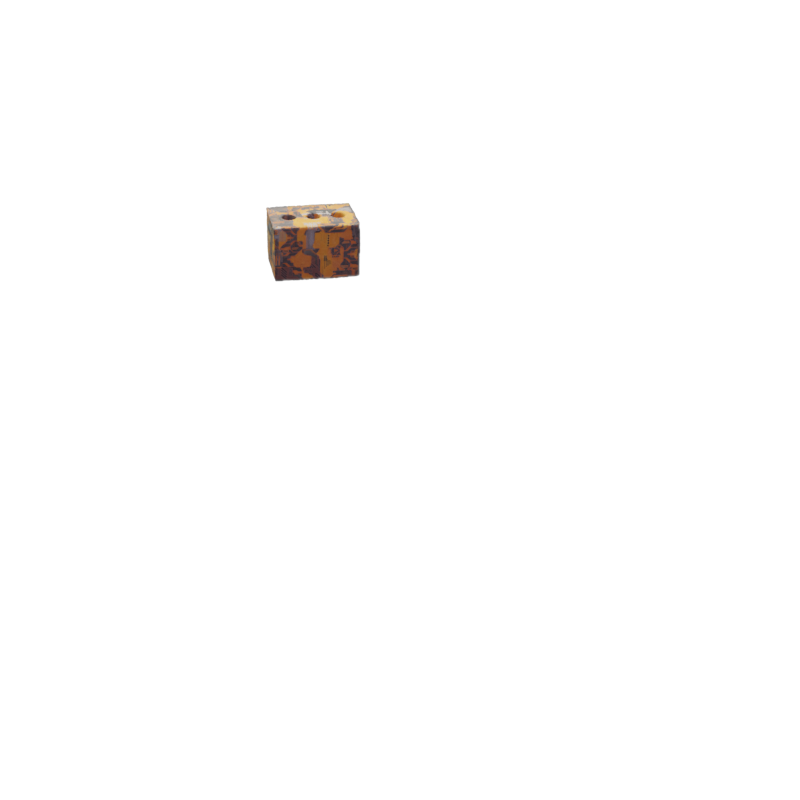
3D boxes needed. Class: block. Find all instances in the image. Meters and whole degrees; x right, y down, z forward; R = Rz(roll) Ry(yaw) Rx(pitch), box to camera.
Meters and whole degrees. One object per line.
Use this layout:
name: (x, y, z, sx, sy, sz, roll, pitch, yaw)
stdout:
block: (-0.077, -0.140, 0.981, 0.077, 0.049, 0.056, -4, 27, -10)
